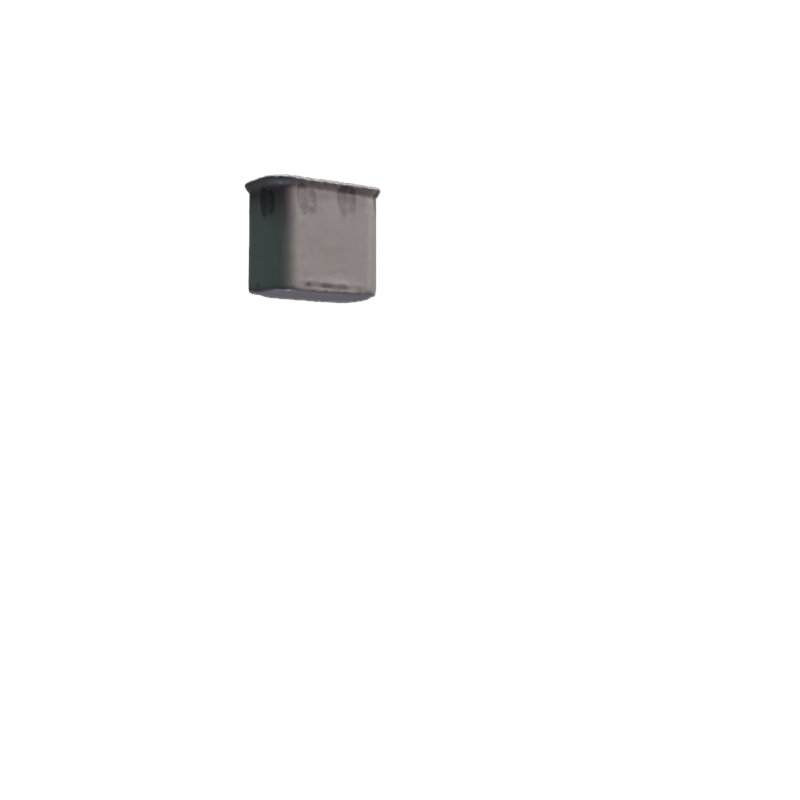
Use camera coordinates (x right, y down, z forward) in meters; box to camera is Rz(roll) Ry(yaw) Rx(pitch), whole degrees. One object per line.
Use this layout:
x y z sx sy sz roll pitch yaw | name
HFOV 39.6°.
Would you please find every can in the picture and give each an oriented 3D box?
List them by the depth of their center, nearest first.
-0.065 -0.118 0.828 0.098 0.085 0.059 3 -7 -34 | can
